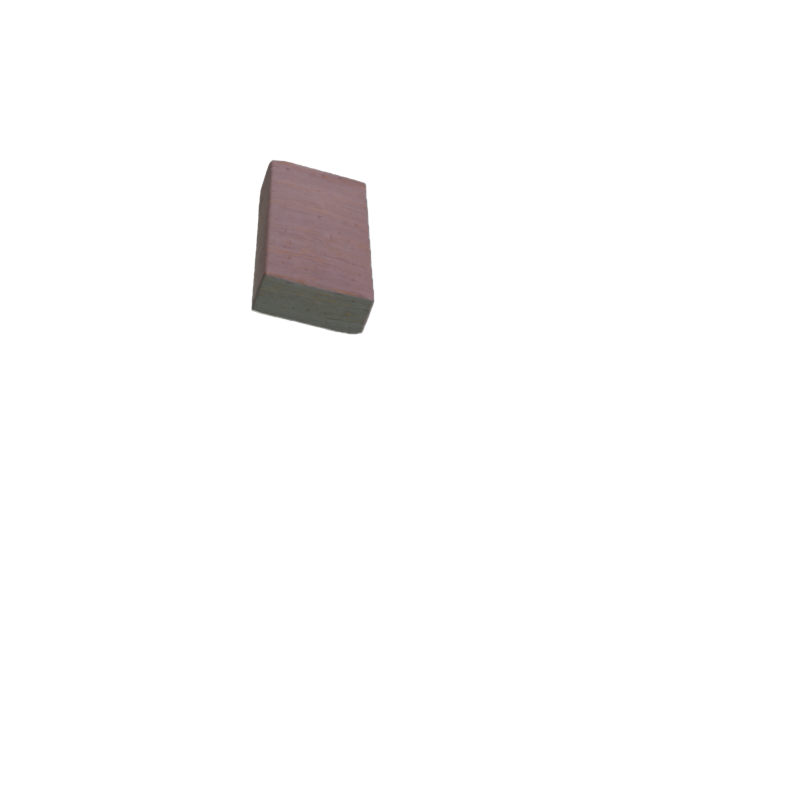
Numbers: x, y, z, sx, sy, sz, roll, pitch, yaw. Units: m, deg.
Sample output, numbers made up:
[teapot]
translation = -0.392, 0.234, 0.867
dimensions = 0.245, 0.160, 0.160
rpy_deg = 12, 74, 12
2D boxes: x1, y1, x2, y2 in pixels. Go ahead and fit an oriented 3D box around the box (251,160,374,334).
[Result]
[box]
translation = -0.073, -0.134, 0.936
dimensions = 0.091, 0.046, 0.189
rpy_deg = 12, 40, -14
